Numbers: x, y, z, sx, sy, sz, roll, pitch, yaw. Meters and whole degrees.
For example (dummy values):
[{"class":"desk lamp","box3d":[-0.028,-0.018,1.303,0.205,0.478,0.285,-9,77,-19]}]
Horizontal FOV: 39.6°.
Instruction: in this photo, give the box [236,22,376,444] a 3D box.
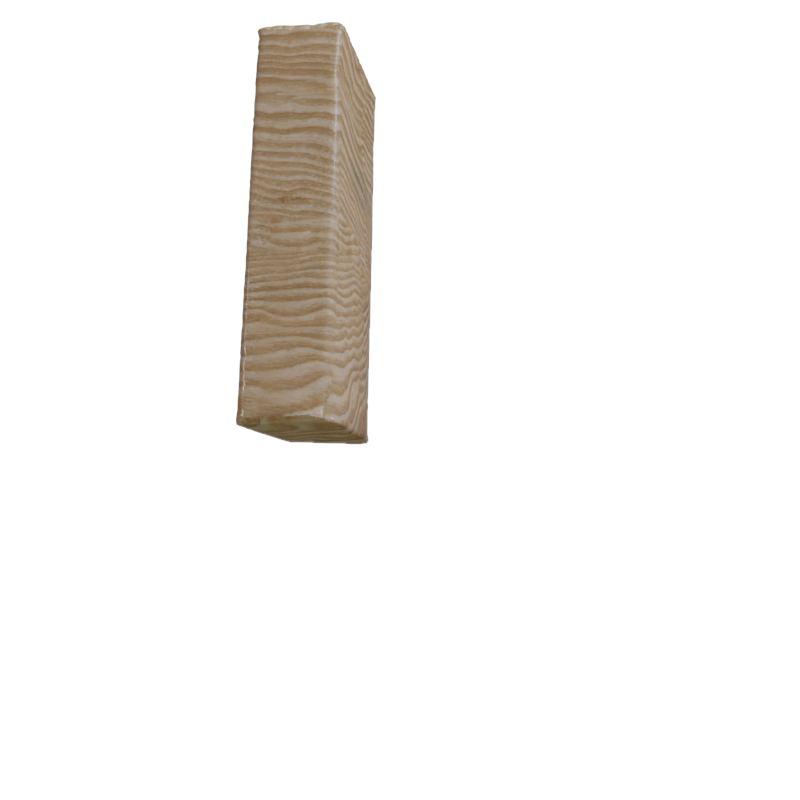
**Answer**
[{"class":"box","box3d":[-0.040,-0.072,0.508,0.049,0.183,0.089,-3,-14,9]}]
